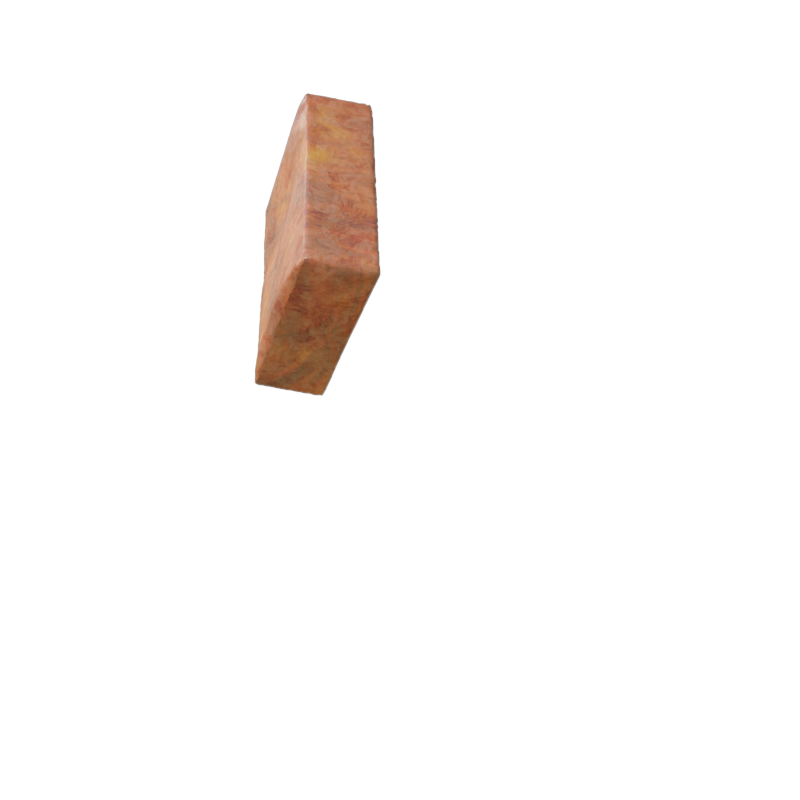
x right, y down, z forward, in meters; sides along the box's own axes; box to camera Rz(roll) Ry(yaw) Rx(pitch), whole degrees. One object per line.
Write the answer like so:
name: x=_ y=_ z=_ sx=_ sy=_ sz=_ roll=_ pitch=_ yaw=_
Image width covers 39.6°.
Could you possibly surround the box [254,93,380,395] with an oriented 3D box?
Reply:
box: x=-0.077 y=-0.140 z=0.978 sx=0.070 sy=0.230 sz=0.156 roll=11 pitch=-43 yaw=-16
